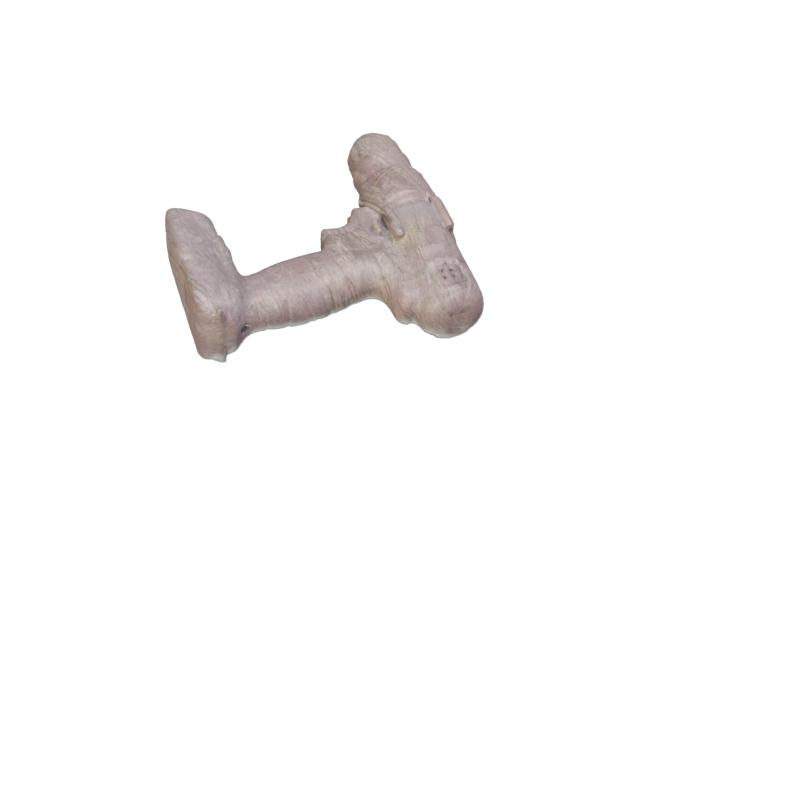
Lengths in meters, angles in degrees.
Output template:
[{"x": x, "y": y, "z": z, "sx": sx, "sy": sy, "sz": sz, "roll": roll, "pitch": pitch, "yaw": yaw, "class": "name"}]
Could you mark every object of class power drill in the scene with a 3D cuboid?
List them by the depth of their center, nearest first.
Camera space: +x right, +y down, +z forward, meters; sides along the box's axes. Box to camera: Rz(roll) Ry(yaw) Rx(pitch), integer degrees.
[{"x": -0.058, "y": -0.105, "z": 0.739, "sx": 0.186, "sy": 0.200, "sz": 0.053, "roll": -13, "pitch": -42, "yaw": -12, "class": "power drill"}]
